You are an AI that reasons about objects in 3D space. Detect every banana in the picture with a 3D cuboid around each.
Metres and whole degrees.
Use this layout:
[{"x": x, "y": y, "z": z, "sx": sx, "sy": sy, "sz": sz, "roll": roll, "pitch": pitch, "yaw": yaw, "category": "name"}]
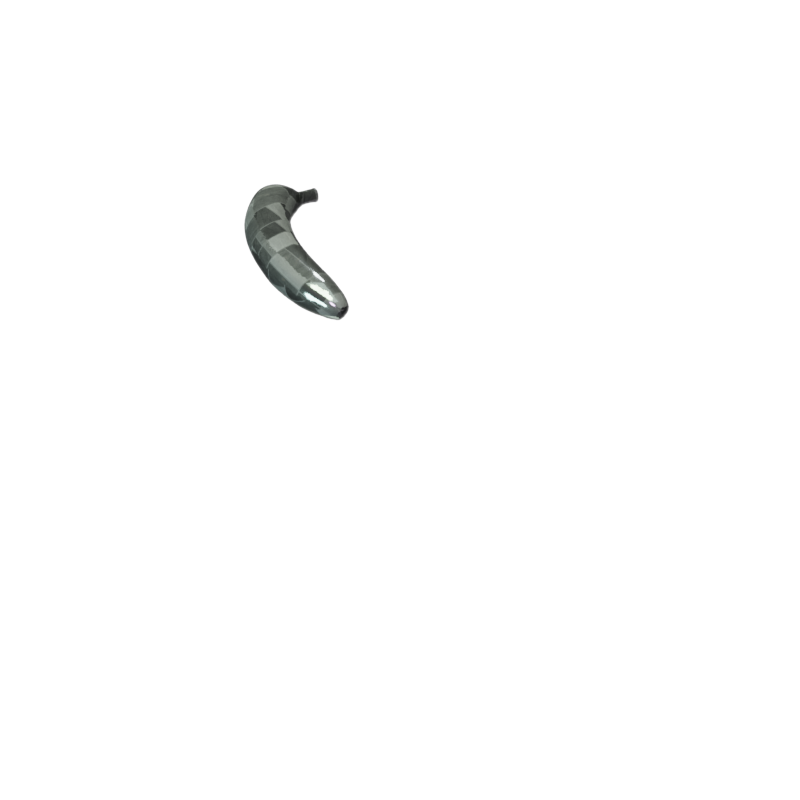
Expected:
[{"x": -0.088, "y": -0.127, "z": 0.884, "sx": 0.069, "sy": 0.034, "sz": 0.213, "roll": -5, "pitch": 37, "yaw": -8, "category": "banana"}]
